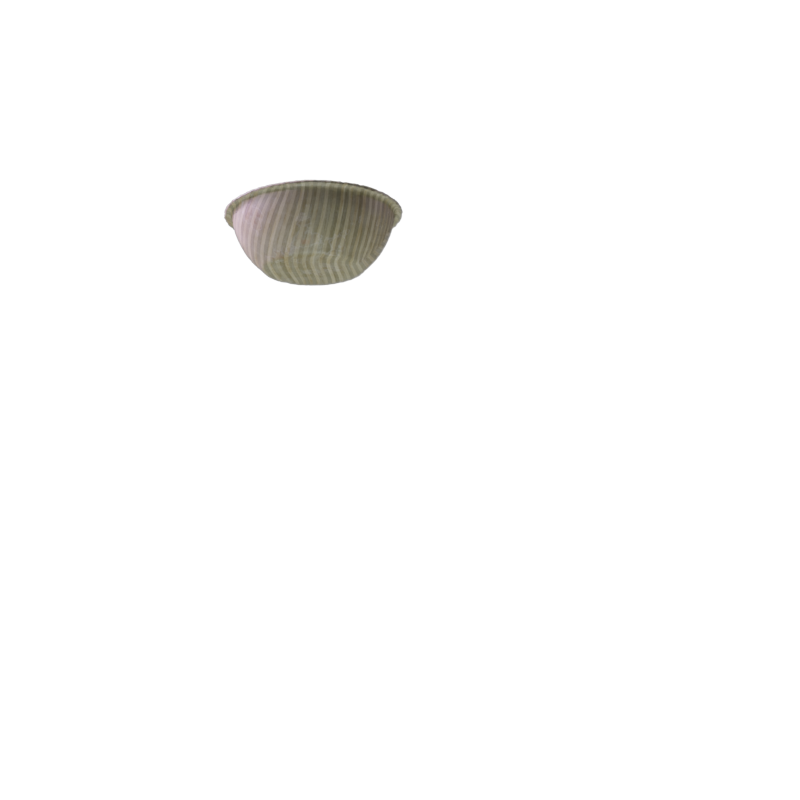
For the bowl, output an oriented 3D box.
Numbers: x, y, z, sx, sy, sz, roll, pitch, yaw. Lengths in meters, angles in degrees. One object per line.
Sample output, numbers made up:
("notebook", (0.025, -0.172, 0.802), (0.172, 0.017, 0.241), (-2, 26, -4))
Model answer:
("bowl", (-0.078, -0.143, 0.999), (0.162, 0.057, 0.156), (0, -14, -2))
